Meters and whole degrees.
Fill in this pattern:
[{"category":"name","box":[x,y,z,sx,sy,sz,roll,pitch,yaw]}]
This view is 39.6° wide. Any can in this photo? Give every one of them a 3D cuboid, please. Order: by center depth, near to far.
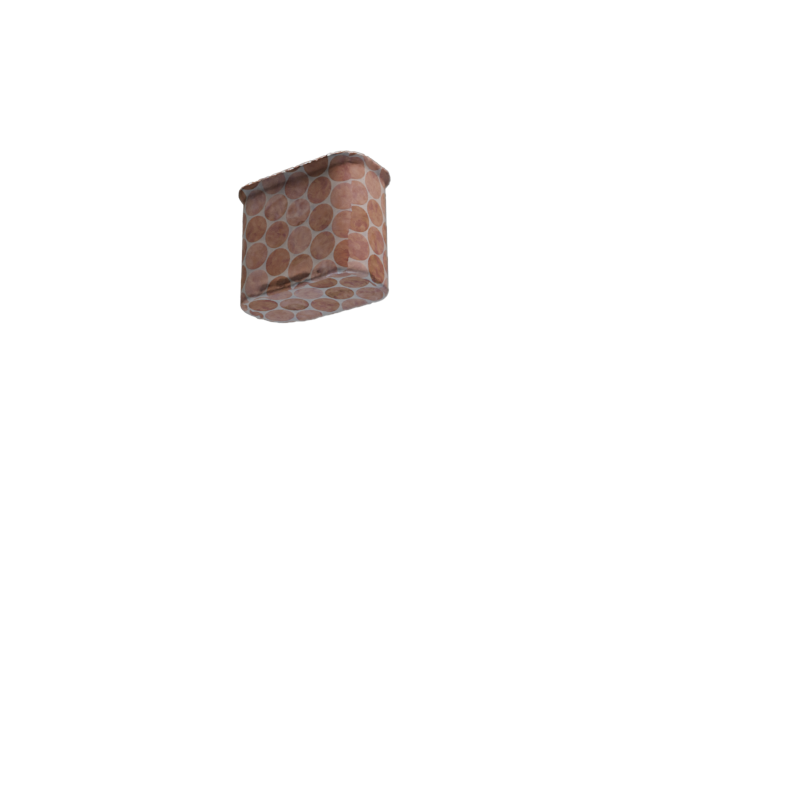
[{"category":"can","box":[-0.056,-0.102,0.714,0.103,0.088,0.054,-15,-27,31]}]
